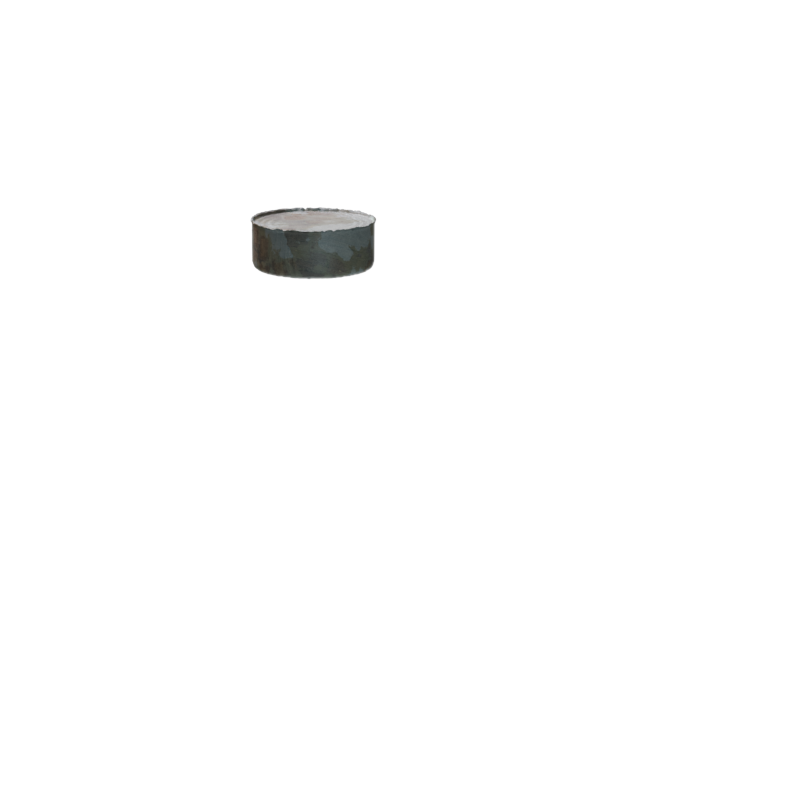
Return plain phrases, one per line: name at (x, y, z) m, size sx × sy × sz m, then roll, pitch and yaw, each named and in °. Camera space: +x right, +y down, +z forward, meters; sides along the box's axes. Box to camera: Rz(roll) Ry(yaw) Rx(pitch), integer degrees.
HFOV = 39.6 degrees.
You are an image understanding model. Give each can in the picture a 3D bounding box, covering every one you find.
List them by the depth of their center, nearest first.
can at (-0.060, -0.109, 0.763) m, size 0.086 × 0.032 × 0.089 m, roll -1°, pitch 19°, yaw -2°
